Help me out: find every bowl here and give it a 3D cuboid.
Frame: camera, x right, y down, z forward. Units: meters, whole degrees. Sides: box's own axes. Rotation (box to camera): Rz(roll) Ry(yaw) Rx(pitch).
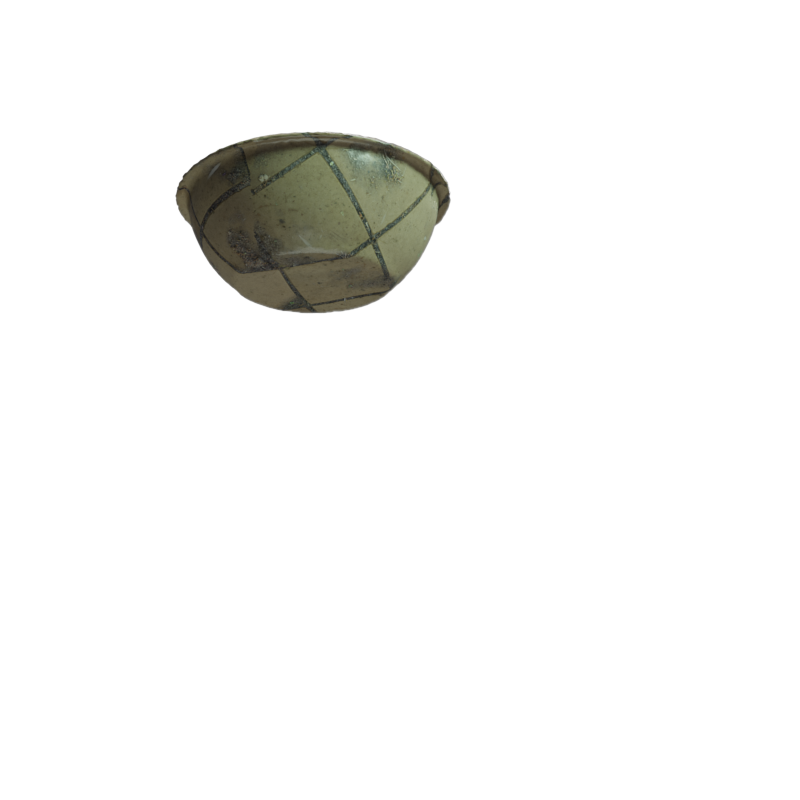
[{"bbox_3d":[-0.050,-0.092,0.643,0.162,0.058,0.155,0,-18,-2],"label":"bowl"}]
